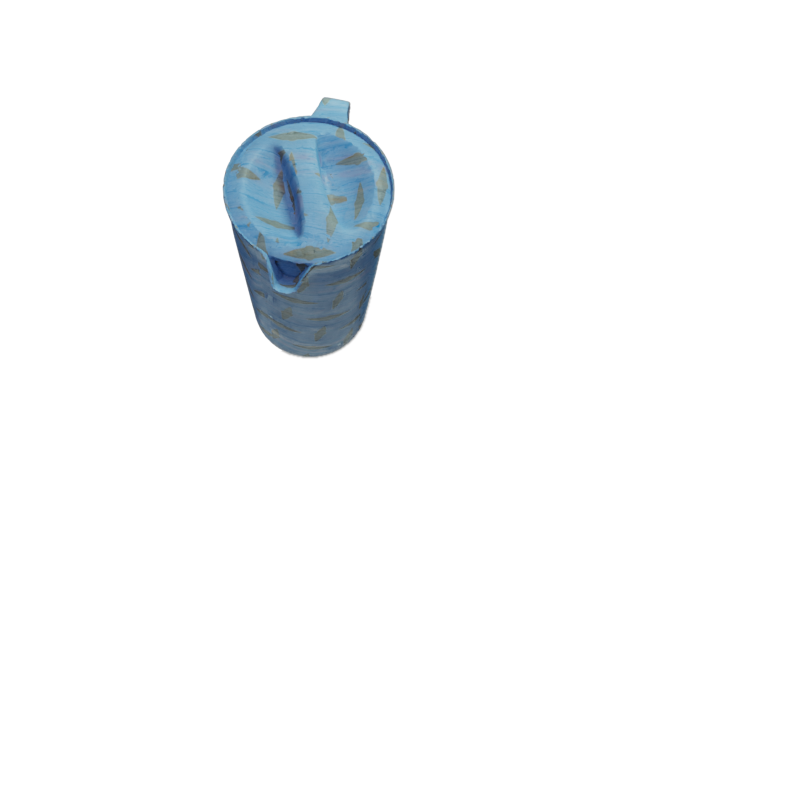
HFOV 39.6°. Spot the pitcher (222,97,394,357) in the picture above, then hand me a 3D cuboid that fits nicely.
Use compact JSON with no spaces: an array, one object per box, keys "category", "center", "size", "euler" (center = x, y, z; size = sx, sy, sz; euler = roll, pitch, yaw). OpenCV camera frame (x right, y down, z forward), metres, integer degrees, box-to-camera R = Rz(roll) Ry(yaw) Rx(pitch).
[{"category":"pitcher","center":[-0.075,-0.138,0.964],"size":[0.149,0.152,0.231],"euler":[-31,-17,-14]}]
